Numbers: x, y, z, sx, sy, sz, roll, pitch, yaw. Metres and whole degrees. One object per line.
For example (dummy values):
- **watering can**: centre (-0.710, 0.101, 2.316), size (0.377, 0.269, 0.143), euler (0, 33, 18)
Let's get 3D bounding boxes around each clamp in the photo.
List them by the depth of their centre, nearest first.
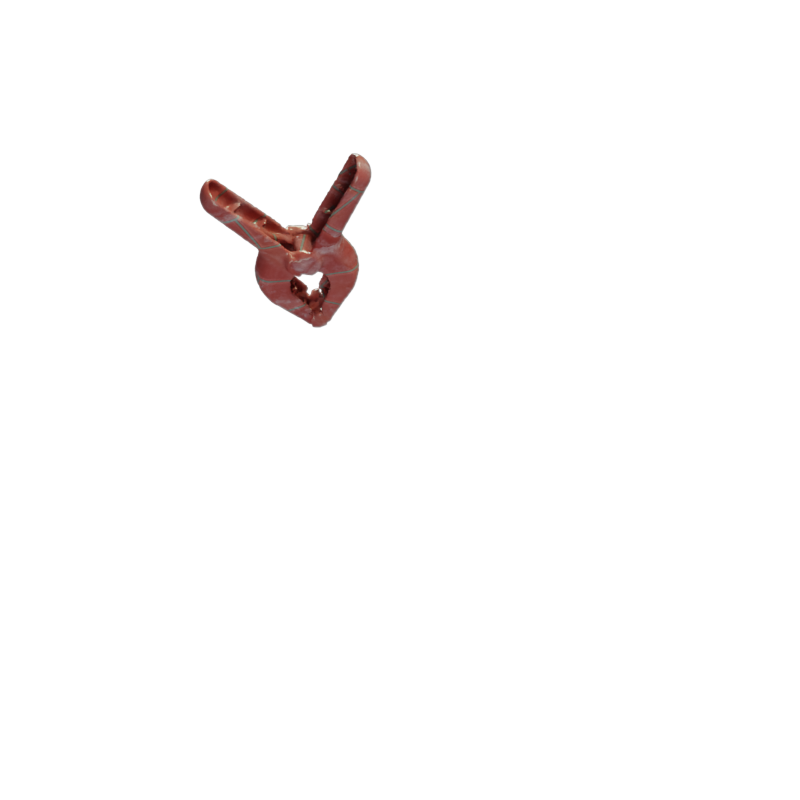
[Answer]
- **clamp**: centre (-0.064, -0.117, 0.823), size (0.121, 0.042, 0.158), euler (-9, -33, 13)
